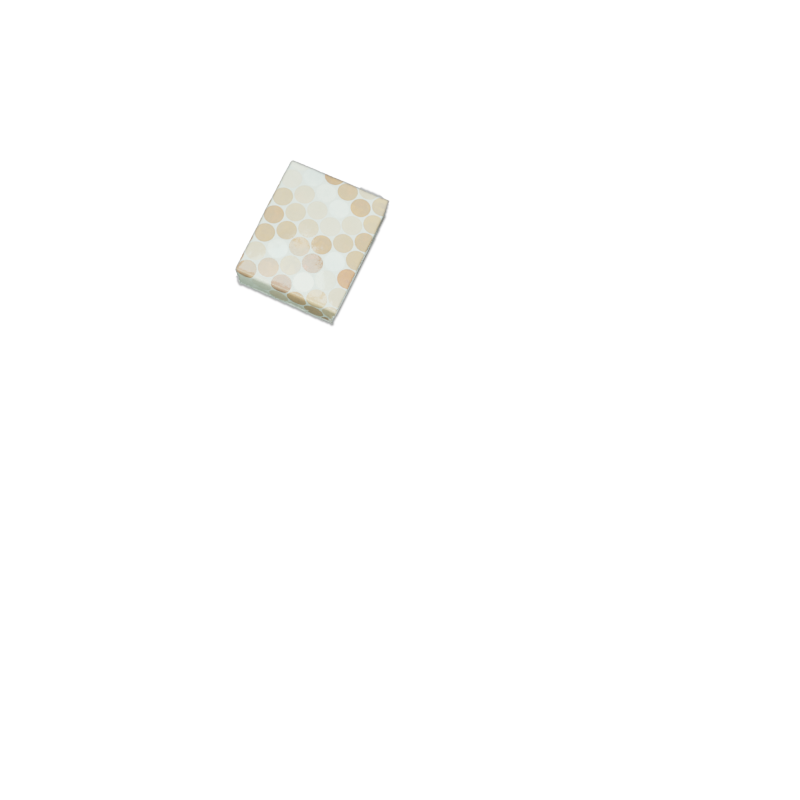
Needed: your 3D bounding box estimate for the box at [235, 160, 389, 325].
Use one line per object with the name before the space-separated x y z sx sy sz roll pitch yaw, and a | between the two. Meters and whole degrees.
box | -0.072 -0.131 0.915 0.091 0.117 0.037 22 -19 7
